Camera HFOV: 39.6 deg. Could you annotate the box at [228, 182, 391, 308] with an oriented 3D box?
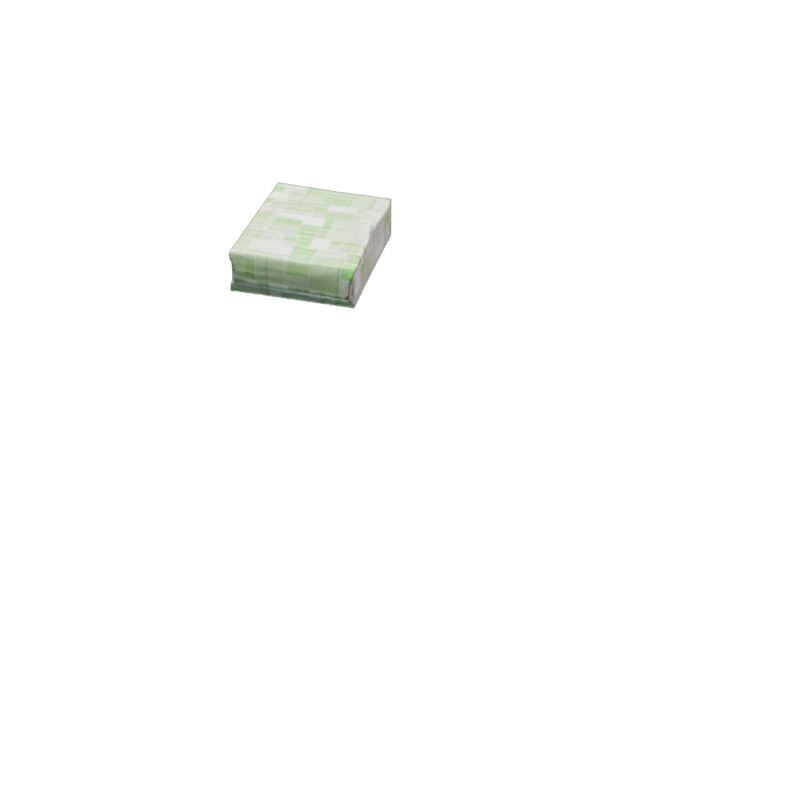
[{"bbox_3d":[-0.050,-0.091,0.640,0.075,0.028,0.093,9,36,12],"label":"box"}]
